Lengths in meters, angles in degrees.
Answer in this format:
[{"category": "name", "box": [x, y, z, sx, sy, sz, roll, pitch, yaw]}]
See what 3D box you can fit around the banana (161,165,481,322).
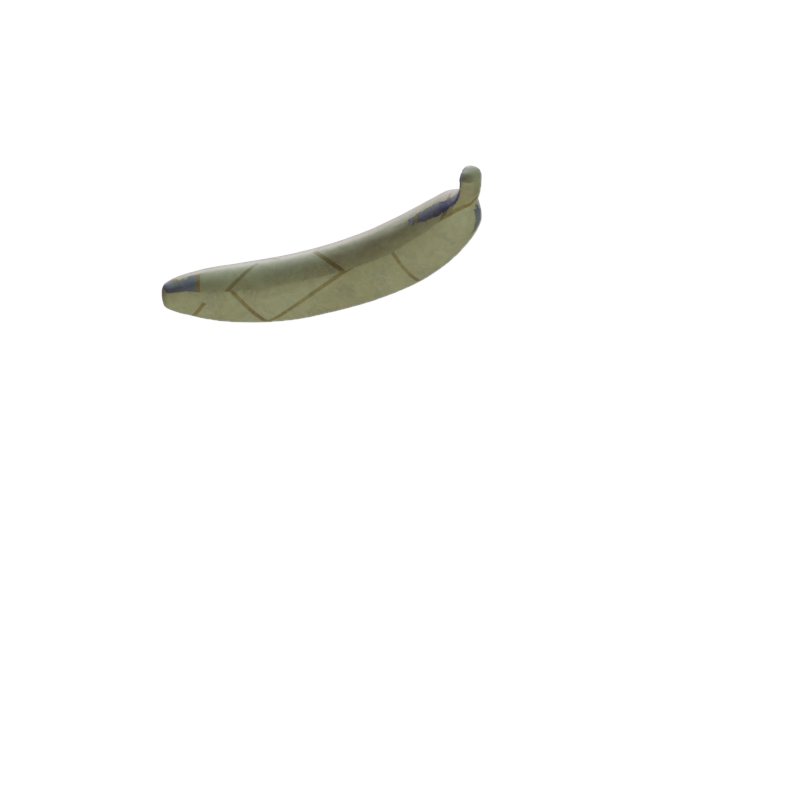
[{"category": "banana", "box": [-0.034, -0.077, 0.605, 0.199, 0.039, 0.064, -19, -41, 23]}]
